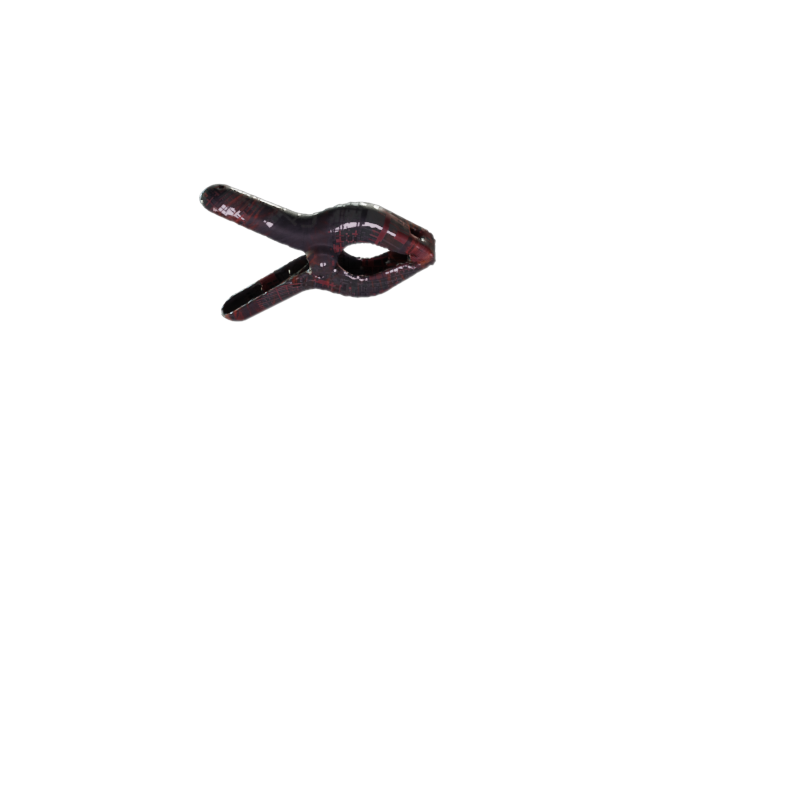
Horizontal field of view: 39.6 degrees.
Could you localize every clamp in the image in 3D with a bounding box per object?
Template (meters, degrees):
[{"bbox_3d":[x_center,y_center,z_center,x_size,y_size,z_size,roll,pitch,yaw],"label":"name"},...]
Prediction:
[{"bbox_3d":[-0.063,-0.115,0.804,0.173,0.042,0.111,-9,-44,9],"label":"clamp"}]
